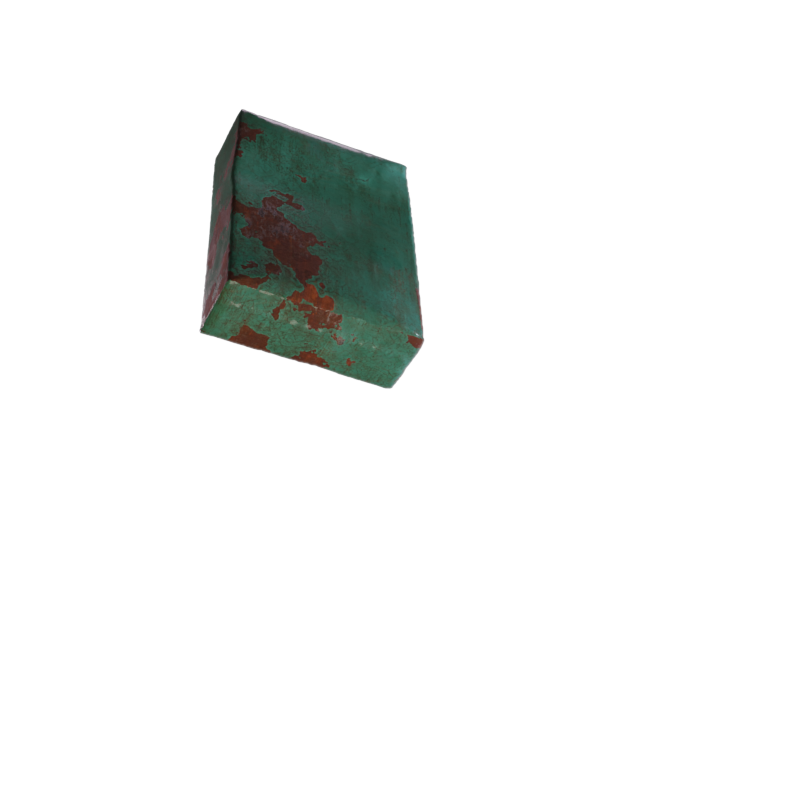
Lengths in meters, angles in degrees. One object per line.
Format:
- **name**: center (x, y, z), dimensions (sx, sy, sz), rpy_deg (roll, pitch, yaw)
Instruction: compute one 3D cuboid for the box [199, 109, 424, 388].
- **box**: center (-0.071, -0.129, 0.905), dimensions (0.159, 0.230, 0.069), rpy_deg (16, -46, -19)
